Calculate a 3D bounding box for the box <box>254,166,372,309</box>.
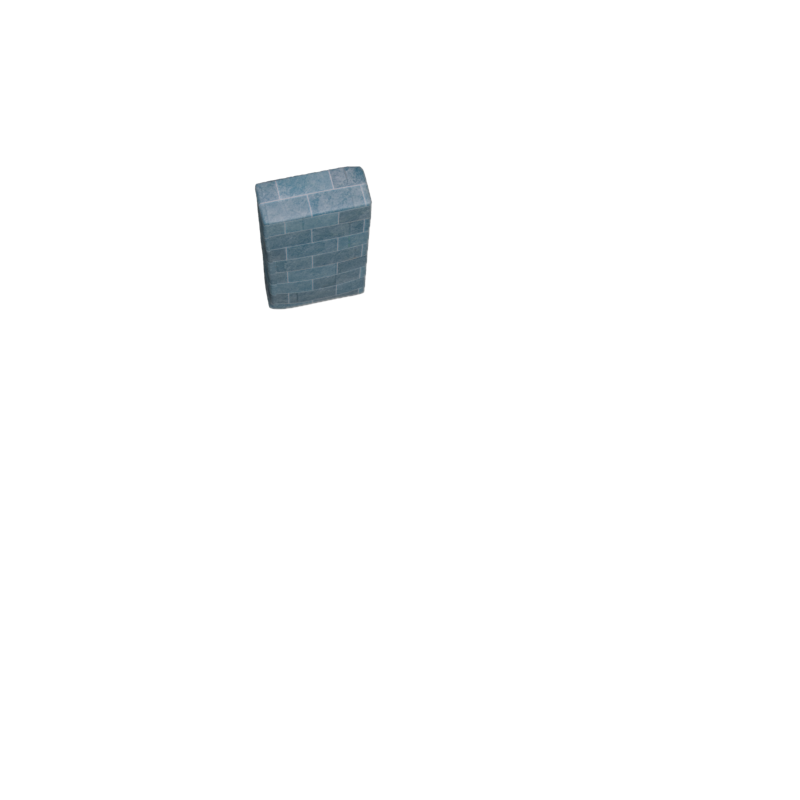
[{"bbox_3d":[-0.076,-0.140,0.977,0.093,0.051,0.167,-11,-22,-8],"label":"box"}]
